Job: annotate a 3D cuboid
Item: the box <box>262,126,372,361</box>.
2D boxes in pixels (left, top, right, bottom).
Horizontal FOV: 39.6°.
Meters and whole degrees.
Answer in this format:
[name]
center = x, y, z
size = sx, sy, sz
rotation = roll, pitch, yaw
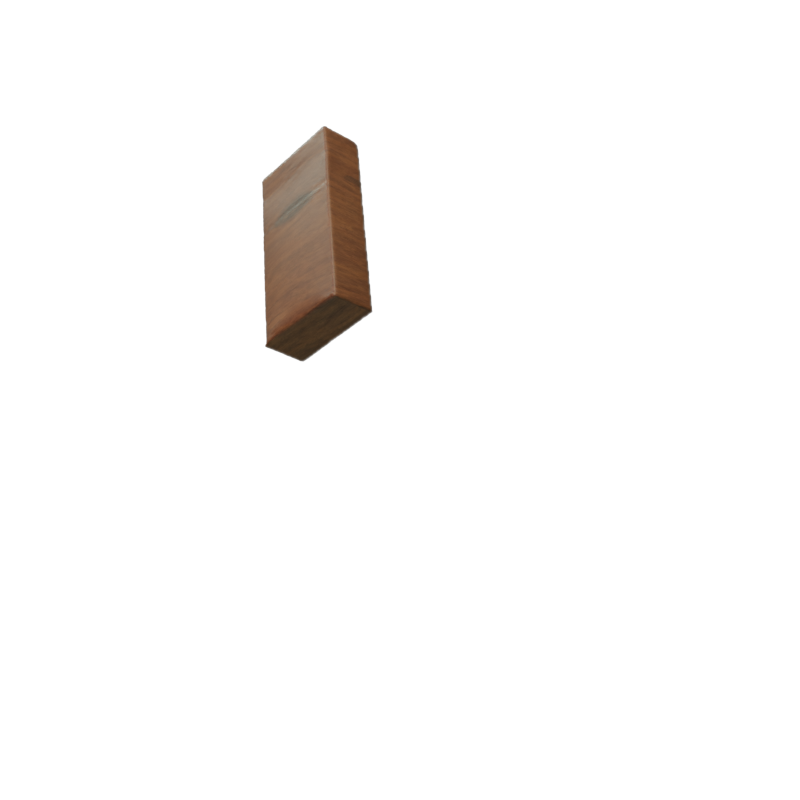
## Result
[box]
center = -0.071, -0.131, 0.917
size = 0.045, 0.189, 0.092
rotation = 25, -43, -34
